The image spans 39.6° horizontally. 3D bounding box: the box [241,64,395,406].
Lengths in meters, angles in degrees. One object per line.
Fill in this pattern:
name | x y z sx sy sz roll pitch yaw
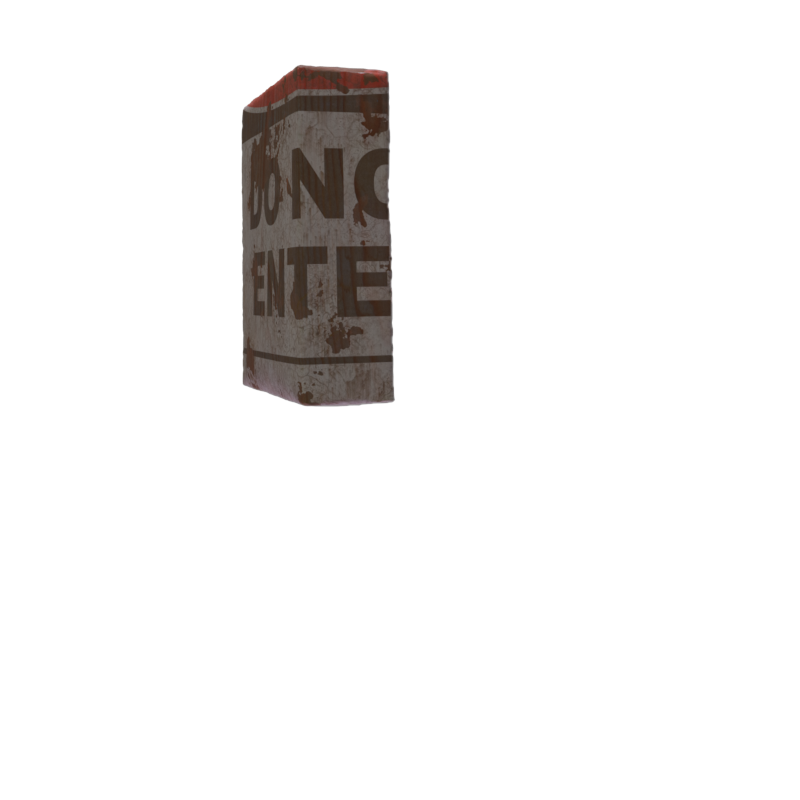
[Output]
box | -0.060 -0.110 0.770 0.070 0.215 0.168 1 0 -20
